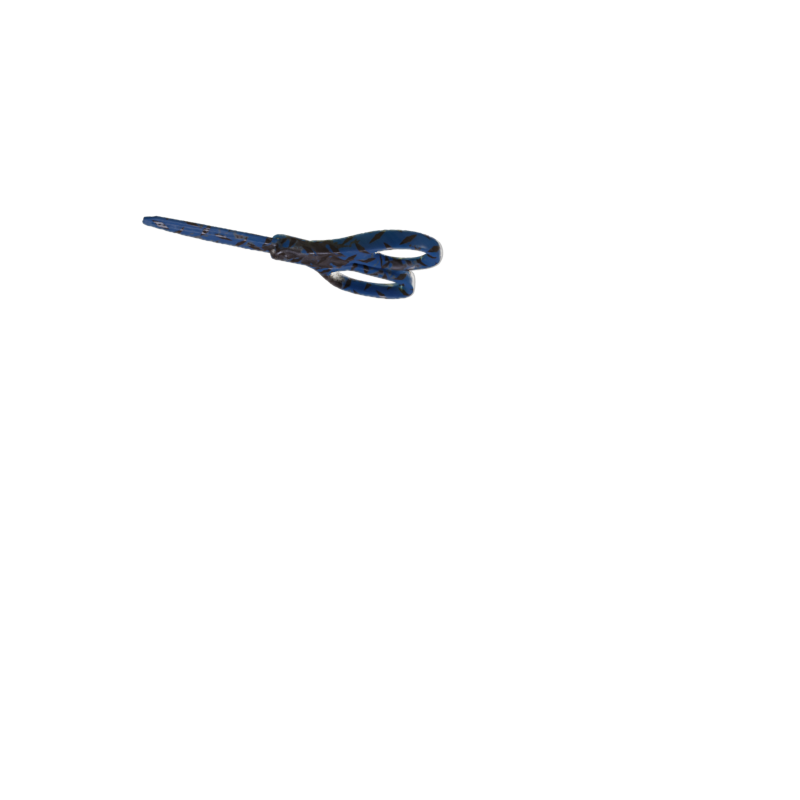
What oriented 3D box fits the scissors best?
[{"bbox_3d":[-0.056,-0.102,0.718,0.190,0.017,0.097,16,-25,-38],"label":"scissors"}]
